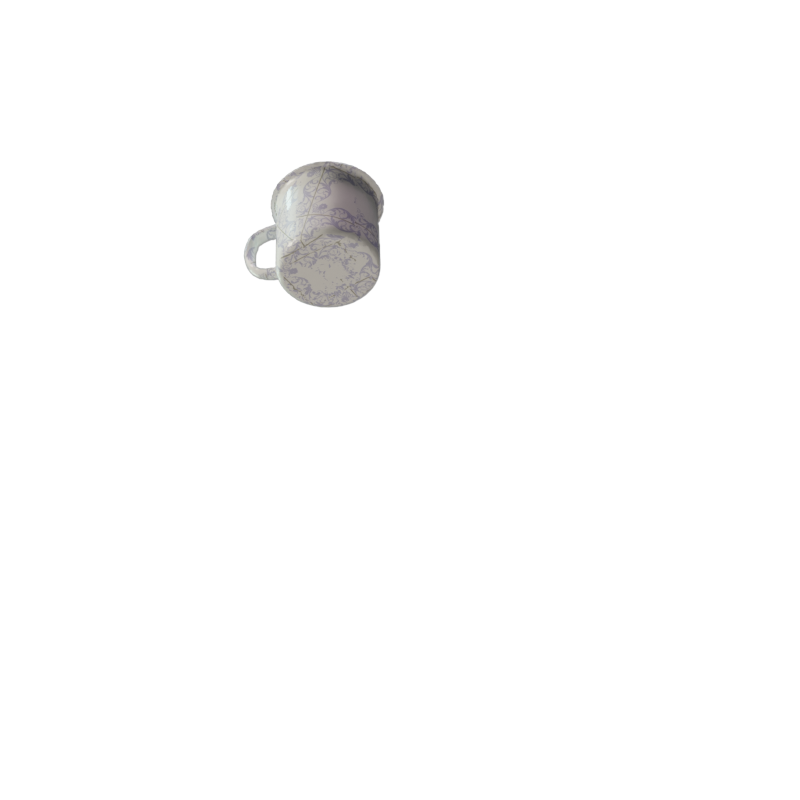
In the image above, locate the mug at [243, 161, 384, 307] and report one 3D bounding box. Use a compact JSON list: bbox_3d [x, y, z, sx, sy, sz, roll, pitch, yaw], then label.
[{"bbox_3d":[-0.069,-0.126,0.881,0.118,0.087,0.086,-12,-44,10],"label":"mug"}]
